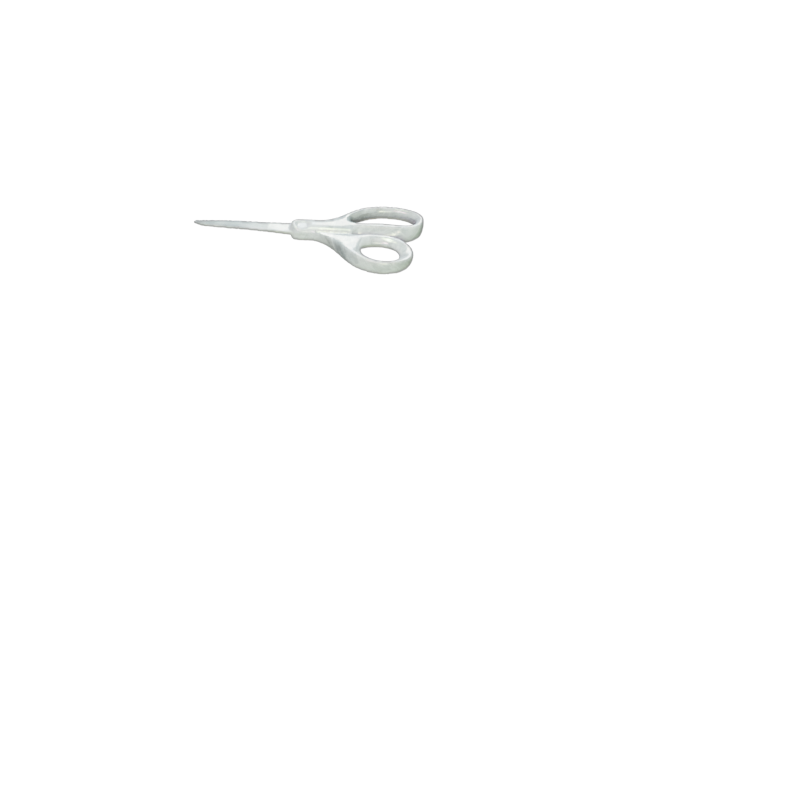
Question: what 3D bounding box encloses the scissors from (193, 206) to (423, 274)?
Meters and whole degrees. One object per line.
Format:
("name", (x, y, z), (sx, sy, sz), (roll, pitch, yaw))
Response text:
("scissors", (-0.075, -0.138, 0.964), (0.200, 0.015, 0.104), (-6, 40, -7))
